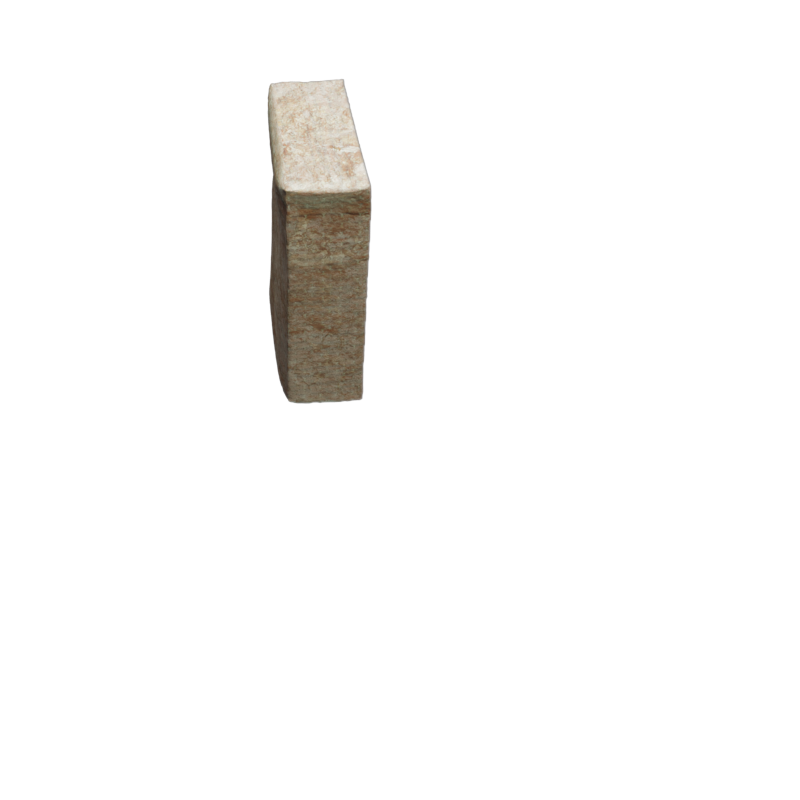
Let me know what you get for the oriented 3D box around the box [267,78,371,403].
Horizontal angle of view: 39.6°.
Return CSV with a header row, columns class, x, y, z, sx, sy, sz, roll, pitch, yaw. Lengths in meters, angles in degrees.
class,x,y,z,sx,sy,sz,roll,pitch,yaw
box,-0.071,-0.129,0.907,0.071,0.200,0.177,-4,40,-8
